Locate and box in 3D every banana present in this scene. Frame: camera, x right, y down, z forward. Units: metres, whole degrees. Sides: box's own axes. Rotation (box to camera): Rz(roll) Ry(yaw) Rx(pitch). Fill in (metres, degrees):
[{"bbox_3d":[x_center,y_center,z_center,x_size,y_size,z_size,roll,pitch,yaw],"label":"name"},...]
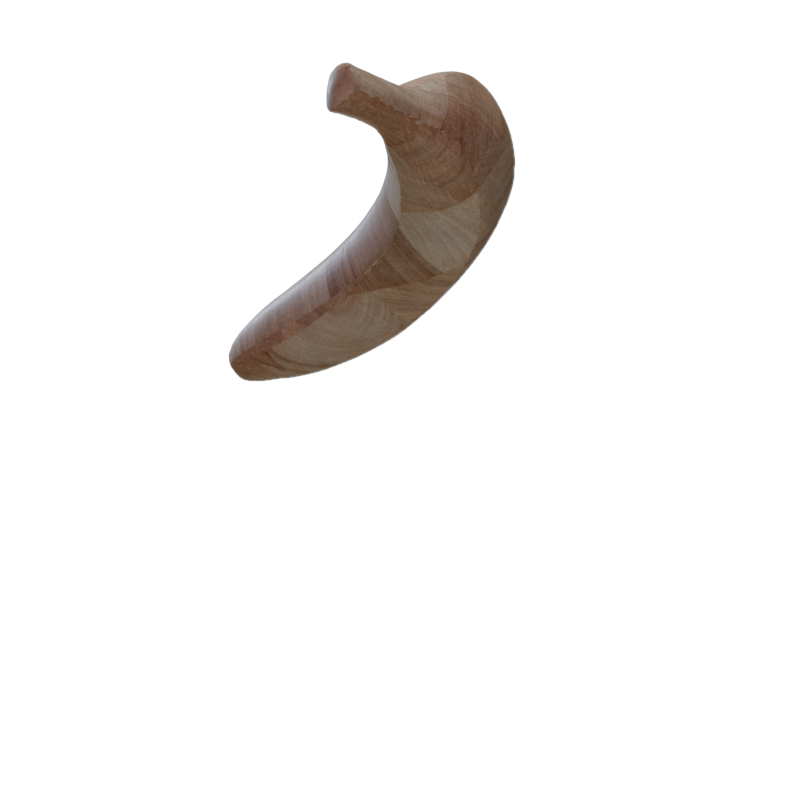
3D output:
[{"bbox_3d":[-0.009,-0.051,0.357,0.068,0.039,0.190,6,-23,-14],"label":"banana"}]
